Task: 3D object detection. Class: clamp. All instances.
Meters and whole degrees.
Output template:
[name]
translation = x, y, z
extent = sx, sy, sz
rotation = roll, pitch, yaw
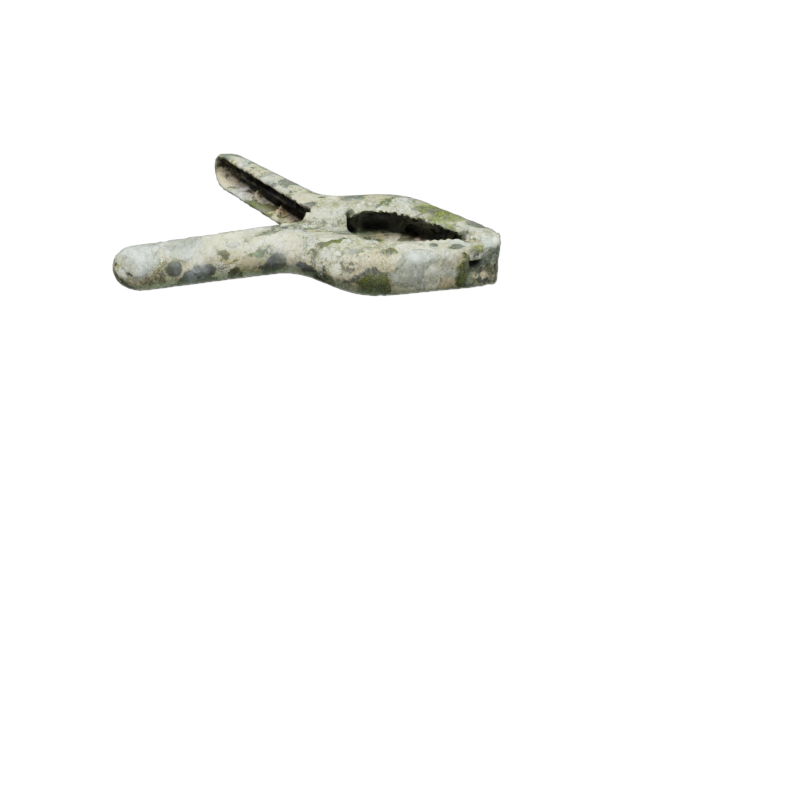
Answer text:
[clamp]
translation = -0.050, -0.092, 0.644
extent = 0.217, 0.034, 0.169
rotation = 13, 35, 19
